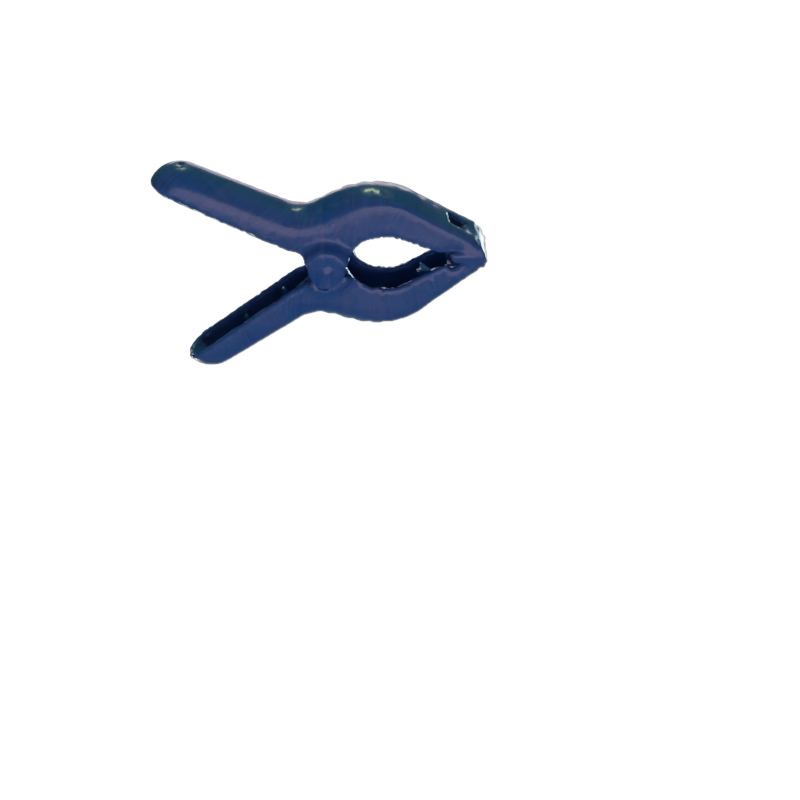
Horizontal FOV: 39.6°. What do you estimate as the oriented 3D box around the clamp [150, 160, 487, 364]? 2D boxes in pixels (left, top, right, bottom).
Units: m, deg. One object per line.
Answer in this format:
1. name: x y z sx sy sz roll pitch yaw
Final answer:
1. clamp: -0.045 -0.082 0.573 0.172 0.111 0.042 -12 38 9
